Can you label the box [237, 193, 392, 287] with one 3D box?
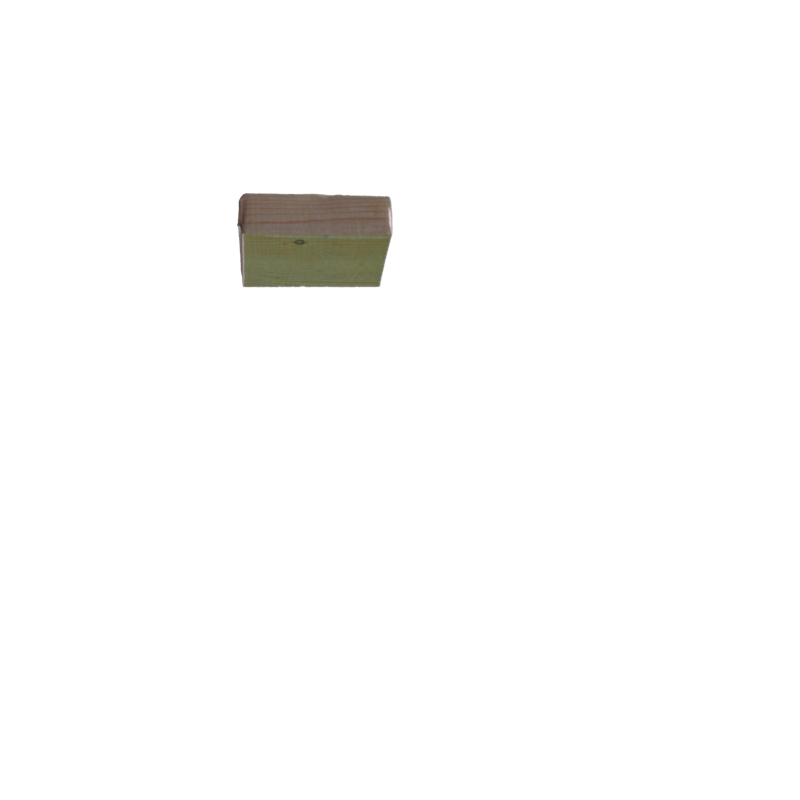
[{"bbox_3d":[-0.052,-0.095,0.666,0.089,0.032,0.070,1,-21,-3],"label":"box"}]
